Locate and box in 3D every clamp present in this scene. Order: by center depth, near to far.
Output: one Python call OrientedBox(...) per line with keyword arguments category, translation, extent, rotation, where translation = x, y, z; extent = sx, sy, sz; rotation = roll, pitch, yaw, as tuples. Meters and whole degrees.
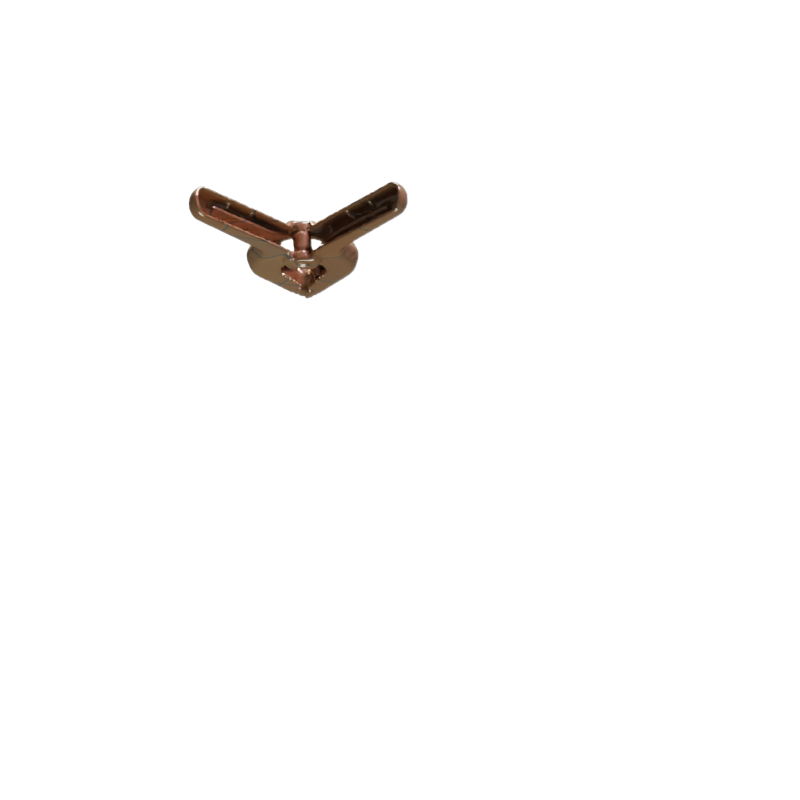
OrientedBox(category="clamp", translation=(-0.072, -0.131, 0.916), extent=(0.166, 0.038, 0.200), rotation=(-1, -14, 5))
